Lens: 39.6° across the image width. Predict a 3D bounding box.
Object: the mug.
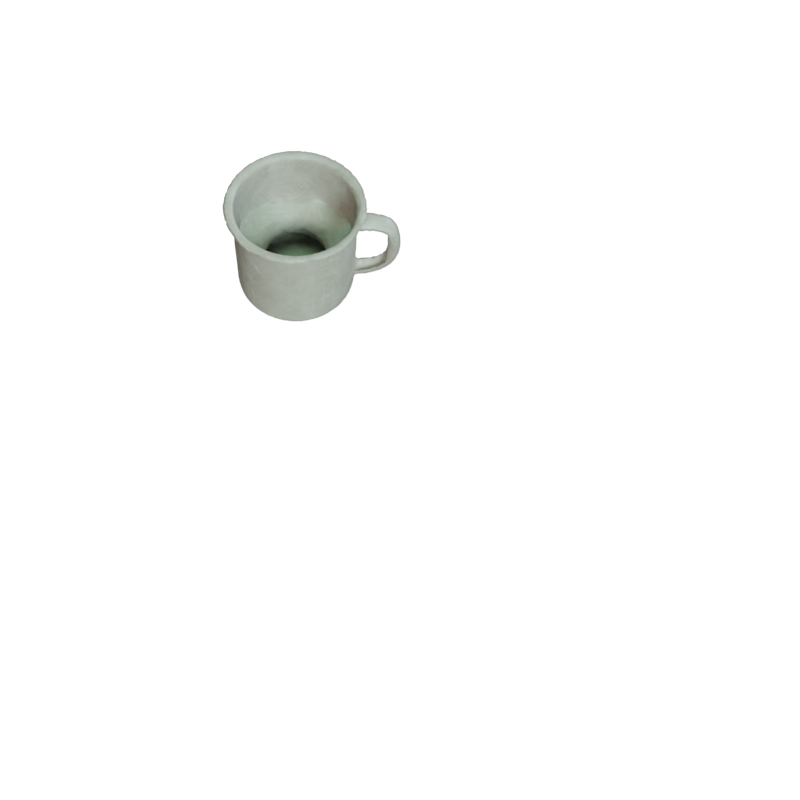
[{"bbox_3d":[-0.059,-0.107,0.748,0.117,0.100,0.076,0,-33,-2],"label":"mug"}]
